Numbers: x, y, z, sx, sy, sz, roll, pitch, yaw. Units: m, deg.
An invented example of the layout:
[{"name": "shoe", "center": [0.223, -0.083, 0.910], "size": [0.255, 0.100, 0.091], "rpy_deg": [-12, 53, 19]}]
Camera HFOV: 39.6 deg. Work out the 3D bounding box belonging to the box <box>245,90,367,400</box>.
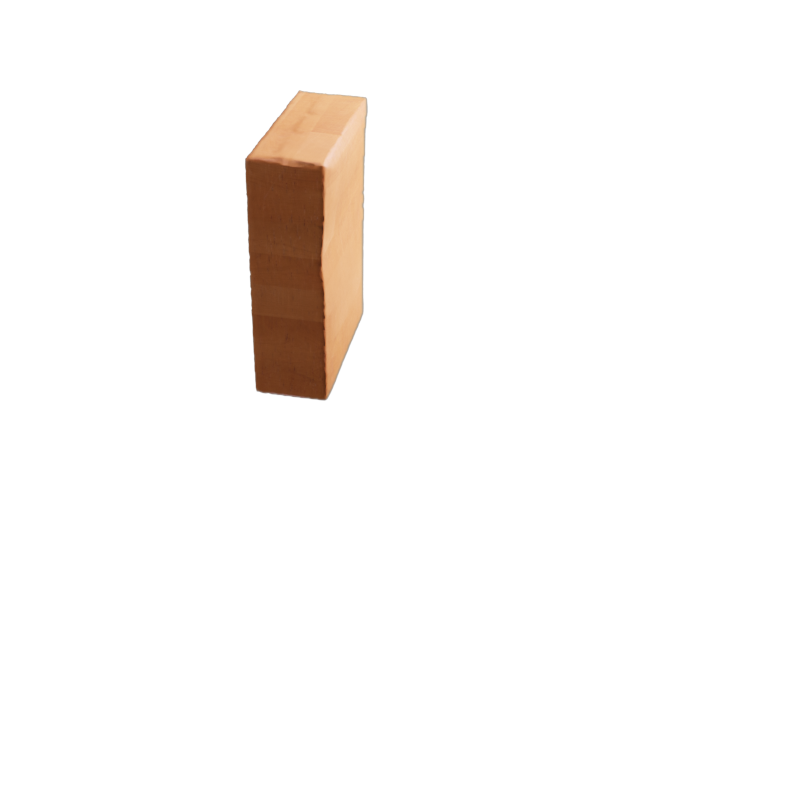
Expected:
[{"name": "box", "center": [-0.074, -0.134, 0.942], "size": [0.073, 0.201, 0.172], "rpy_deg": [6, 31, 8]}]
